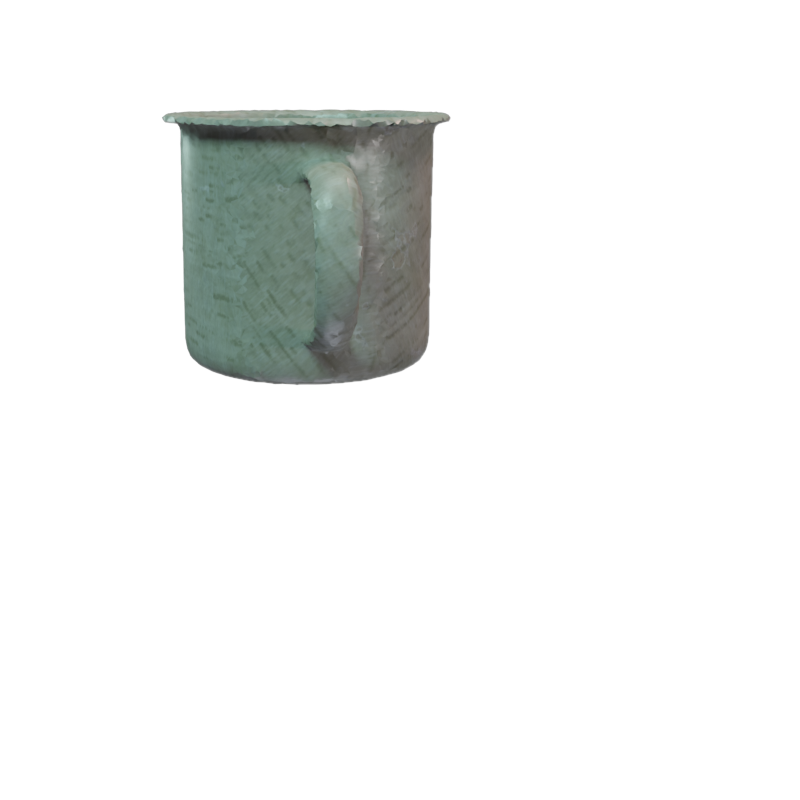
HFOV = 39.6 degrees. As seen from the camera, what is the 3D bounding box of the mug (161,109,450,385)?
[{"bbox_3d":[-0.028,-0.051,0.355,0.092,0.079,0.122,-3,14,-13],"label":"mug"}]
